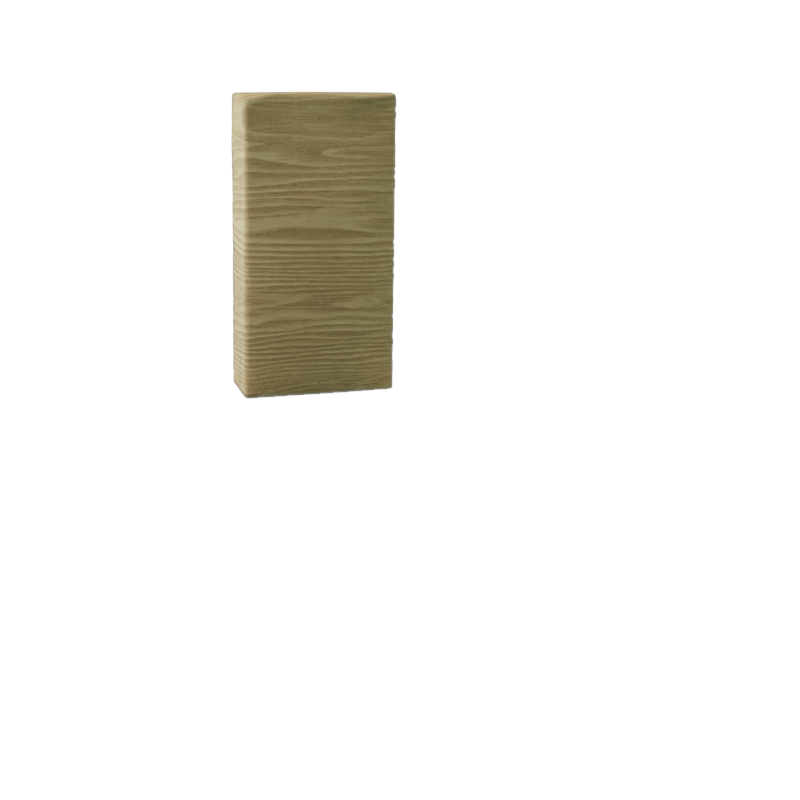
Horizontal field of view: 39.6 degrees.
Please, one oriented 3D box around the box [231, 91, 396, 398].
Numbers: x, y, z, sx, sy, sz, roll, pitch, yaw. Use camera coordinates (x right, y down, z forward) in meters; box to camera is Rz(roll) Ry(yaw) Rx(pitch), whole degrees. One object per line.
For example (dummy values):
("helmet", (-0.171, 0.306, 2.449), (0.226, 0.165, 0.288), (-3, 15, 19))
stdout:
("box", (-0.052, -0.094, 0.657), (0.092, 0.172, 0.050), (-3, 12, -16))
